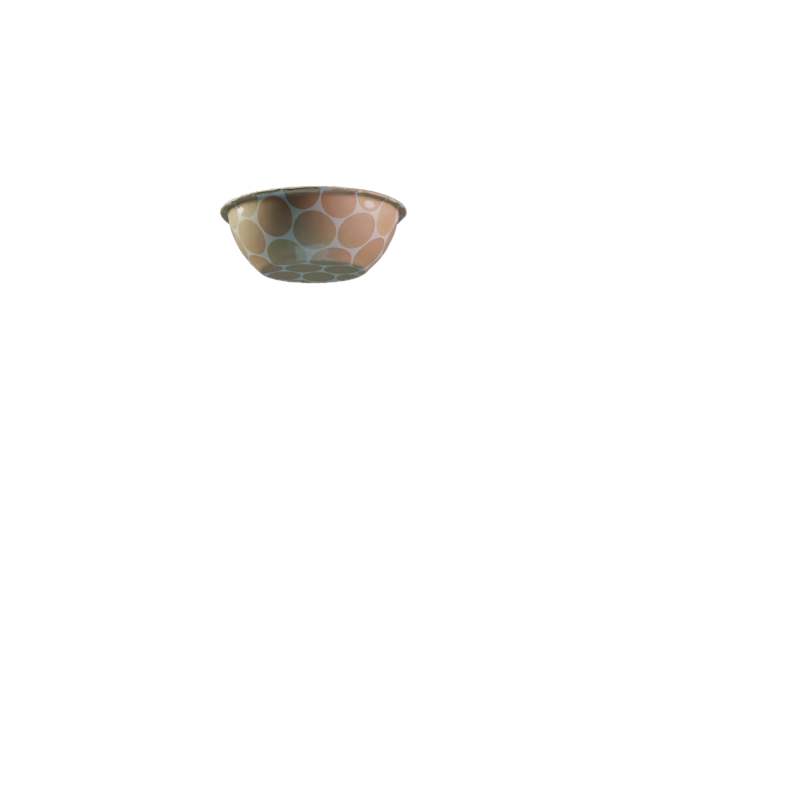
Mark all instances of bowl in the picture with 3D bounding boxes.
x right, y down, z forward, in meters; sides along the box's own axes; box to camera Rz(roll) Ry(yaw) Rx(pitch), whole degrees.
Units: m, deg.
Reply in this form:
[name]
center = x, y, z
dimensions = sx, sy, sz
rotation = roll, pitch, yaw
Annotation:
[bowl]
center = -0.075, -0.136, 0.954
dimensions = 0.162, 0.056, 0.158
rotation = 0, -7, -2
